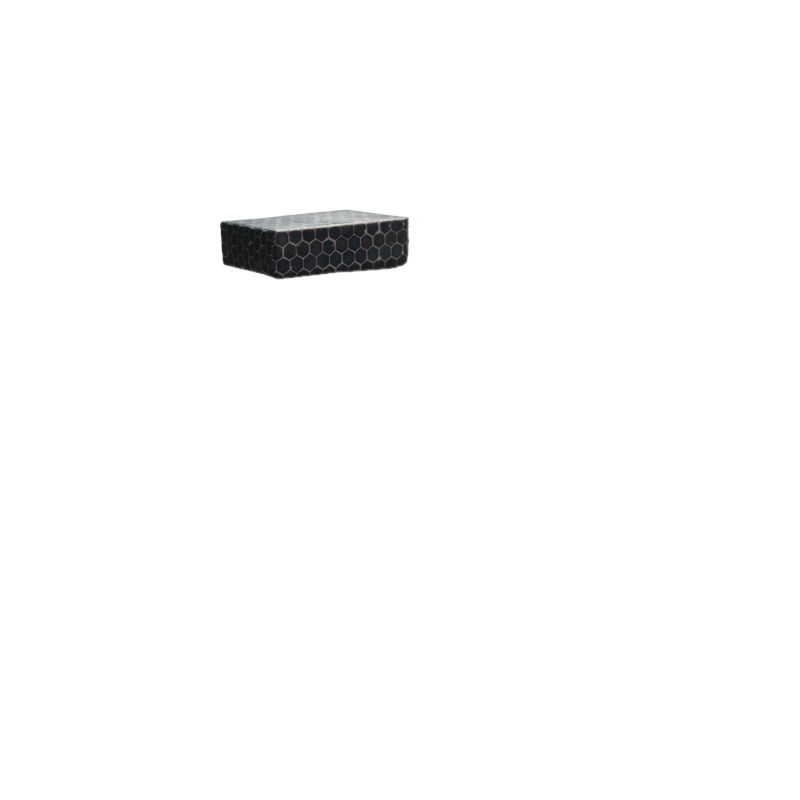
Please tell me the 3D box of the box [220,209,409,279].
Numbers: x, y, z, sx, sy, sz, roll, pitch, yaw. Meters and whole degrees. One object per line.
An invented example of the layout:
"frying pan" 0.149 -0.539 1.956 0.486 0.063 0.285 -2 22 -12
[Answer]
"box" -0.063 -0.116 0.811 0.110 0.038 0.095 -8 16 -30
